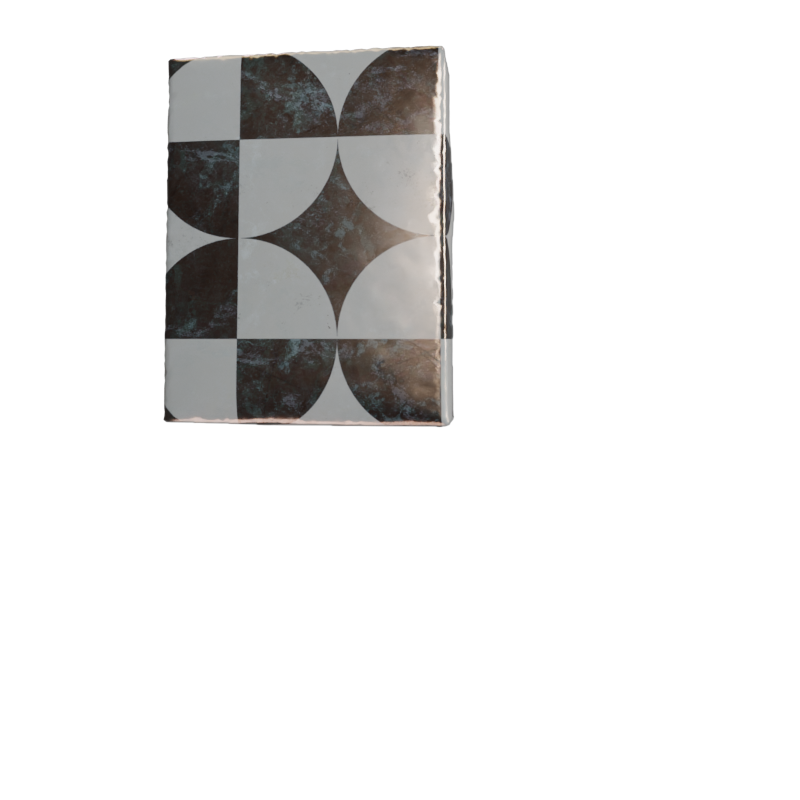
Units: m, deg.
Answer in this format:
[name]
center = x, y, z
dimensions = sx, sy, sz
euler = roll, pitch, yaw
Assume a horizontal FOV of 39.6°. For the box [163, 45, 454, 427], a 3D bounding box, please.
[box]
center = -0.051, -0.094, 0.656
dimensions = 0.166, 0.217, 0.070
euler = -1, -5, 9
